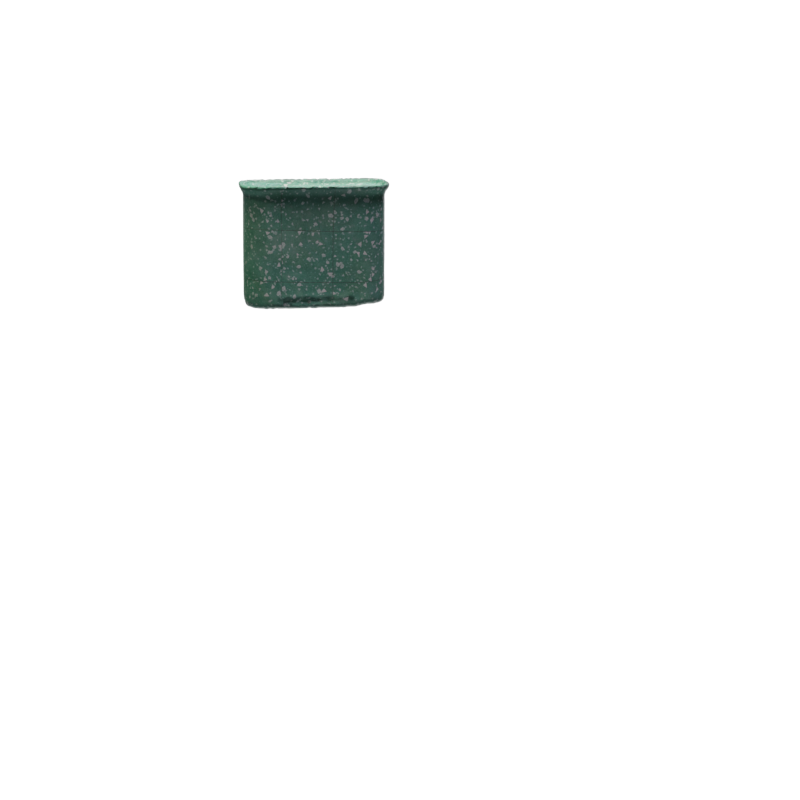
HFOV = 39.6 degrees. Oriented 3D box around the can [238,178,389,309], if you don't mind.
[{"bbox_3d":[-0.060,-0.109,0.766,0.101,0.082,0.059,-1,11,-7],"label":"can"}]
